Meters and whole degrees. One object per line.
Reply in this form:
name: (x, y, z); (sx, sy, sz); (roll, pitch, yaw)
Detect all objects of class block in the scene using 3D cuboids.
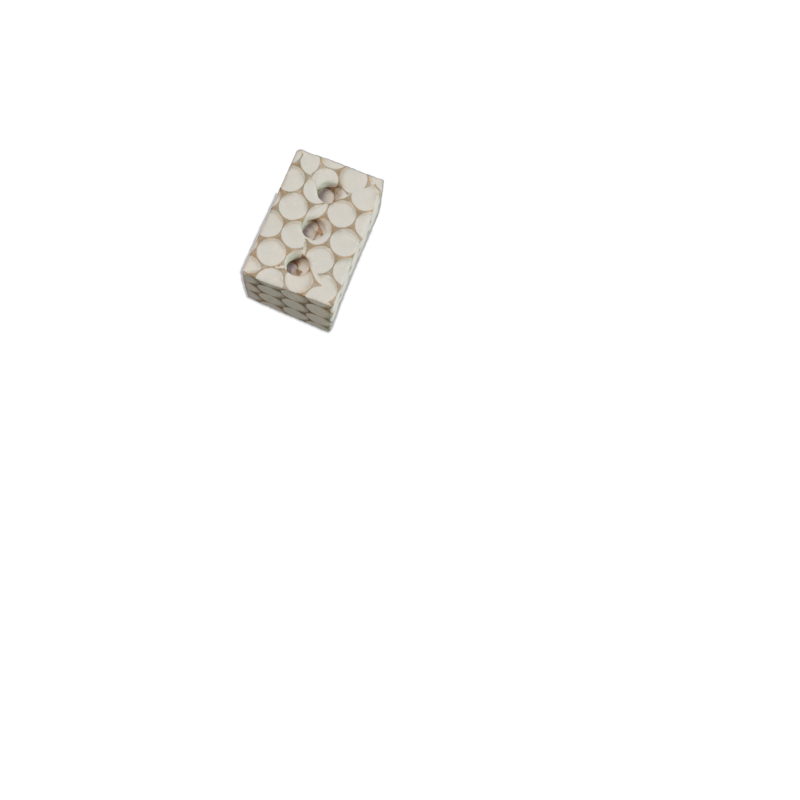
block: (-0.048, -0.087, 0.607); (0.053, 0.080, 0.049); (21, -15, 3)
